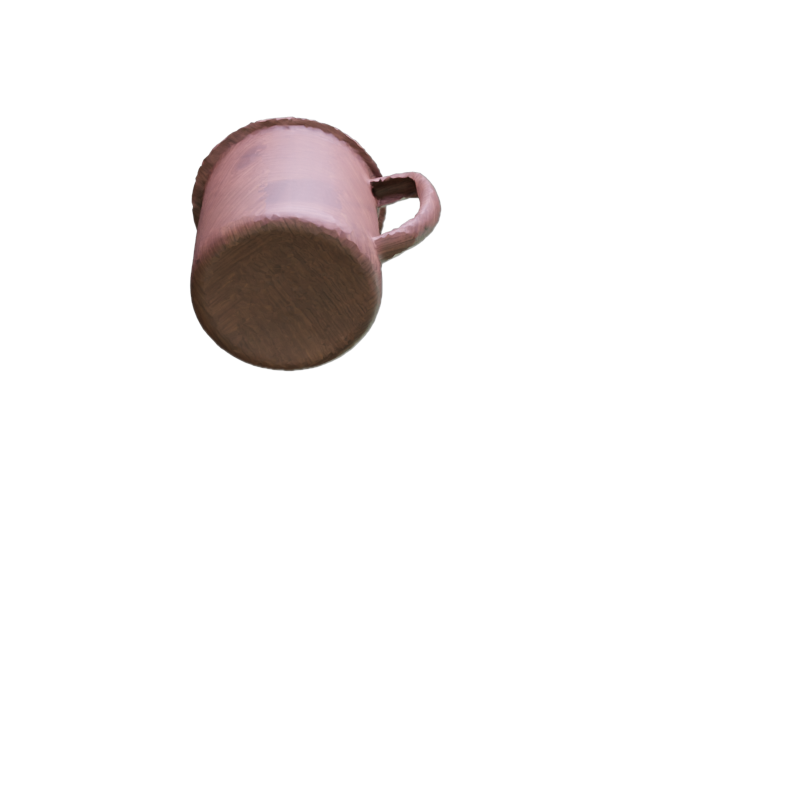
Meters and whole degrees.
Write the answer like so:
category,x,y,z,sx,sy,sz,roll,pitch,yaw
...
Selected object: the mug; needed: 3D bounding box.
category,x,y,z,sx,sy,sz,roll,pitch,yaw
mug,-0.039,-0.070,0.492,0.118,0.087,0.087,-14,34,8
